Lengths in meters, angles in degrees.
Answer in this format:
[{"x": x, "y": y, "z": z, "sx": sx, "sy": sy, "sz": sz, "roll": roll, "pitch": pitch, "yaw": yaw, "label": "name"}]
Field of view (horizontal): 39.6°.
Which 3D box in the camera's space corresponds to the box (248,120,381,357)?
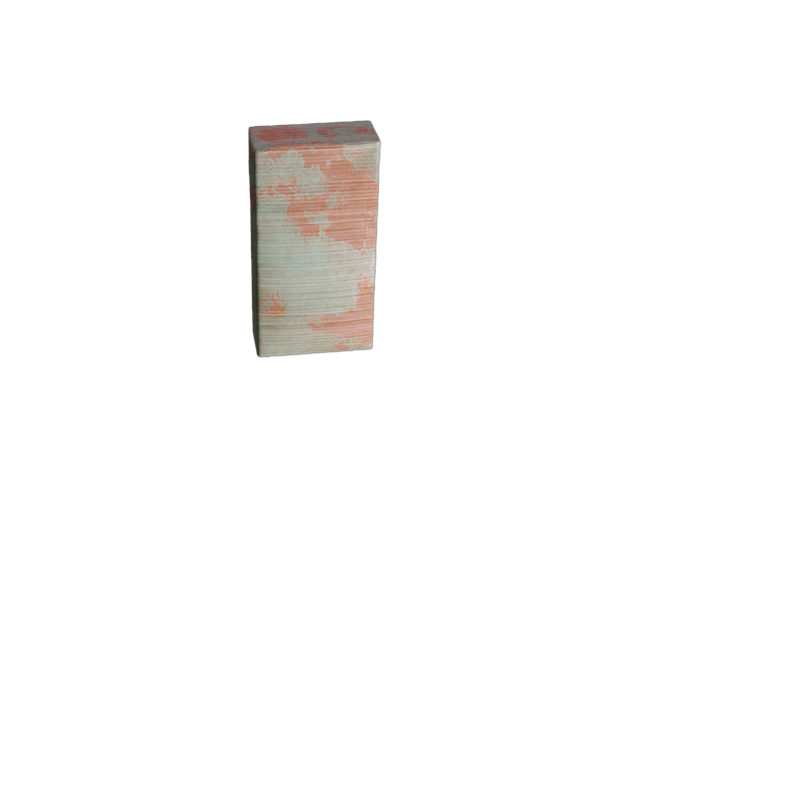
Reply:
[{"x": -0.065, "y": -0.118, "z": 0.824, "sx": 0.092, "sy": 0.165, "sz": 0.052, "roll": -4, "pitch": 34, "yaw": -9, "label": "box"}]
